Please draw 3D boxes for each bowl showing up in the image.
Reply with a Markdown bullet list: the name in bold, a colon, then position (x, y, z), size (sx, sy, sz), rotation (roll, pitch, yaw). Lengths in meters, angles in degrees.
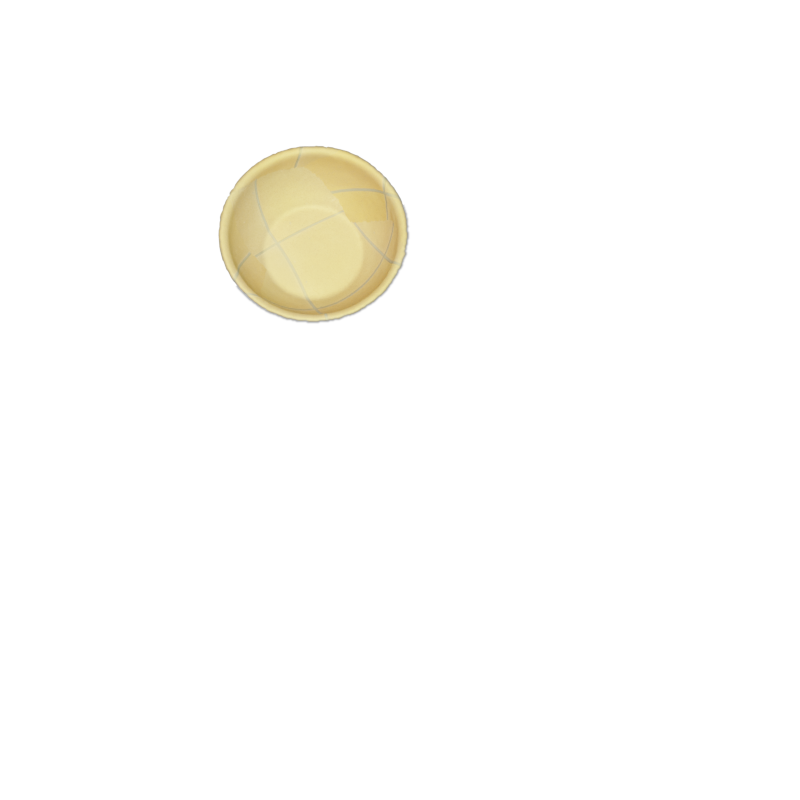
- **bowl**: position (-0.076, -0.138, 0.968), size (0.162, 0.170, 0.053), rotation (-1, -19, -1)
